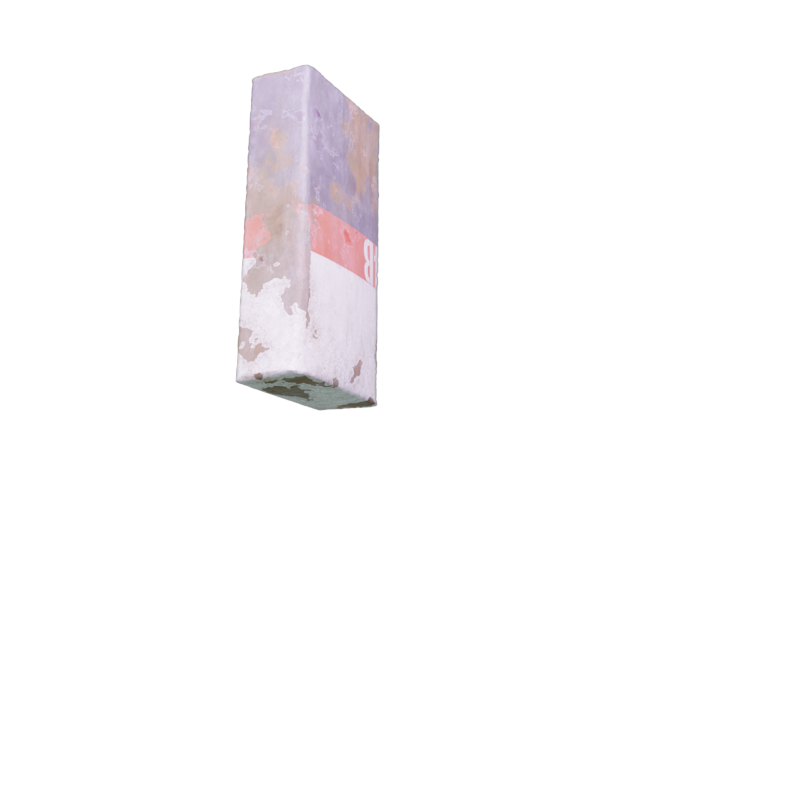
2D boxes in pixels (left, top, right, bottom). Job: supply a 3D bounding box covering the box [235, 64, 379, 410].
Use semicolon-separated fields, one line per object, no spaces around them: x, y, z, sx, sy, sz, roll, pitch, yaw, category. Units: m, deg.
-0.049;-0.090;0.628;0.049;0.184;0.087;-11;-20;25;box
